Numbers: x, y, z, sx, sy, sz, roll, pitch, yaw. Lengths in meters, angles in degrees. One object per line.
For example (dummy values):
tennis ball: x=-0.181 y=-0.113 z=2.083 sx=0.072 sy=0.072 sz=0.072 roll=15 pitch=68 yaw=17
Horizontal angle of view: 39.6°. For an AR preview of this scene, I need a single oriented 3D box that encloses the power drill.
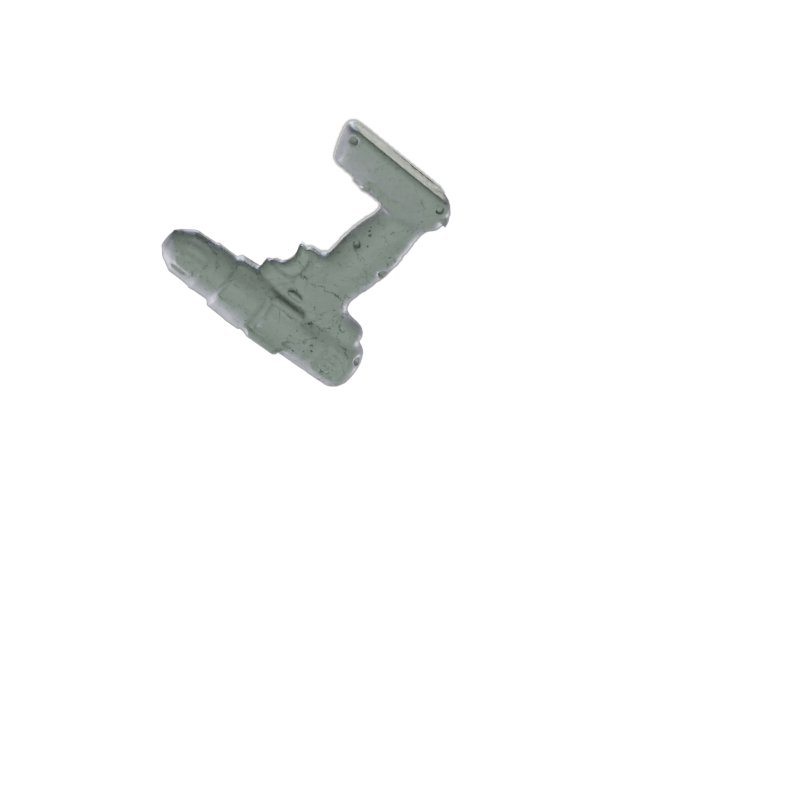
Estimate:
power drill: x=-0.068 y=-0.123 z=0.863 sx=0.179 sy=0.185 sz=0.060 roll=36 pitch=17 yaw=-14
